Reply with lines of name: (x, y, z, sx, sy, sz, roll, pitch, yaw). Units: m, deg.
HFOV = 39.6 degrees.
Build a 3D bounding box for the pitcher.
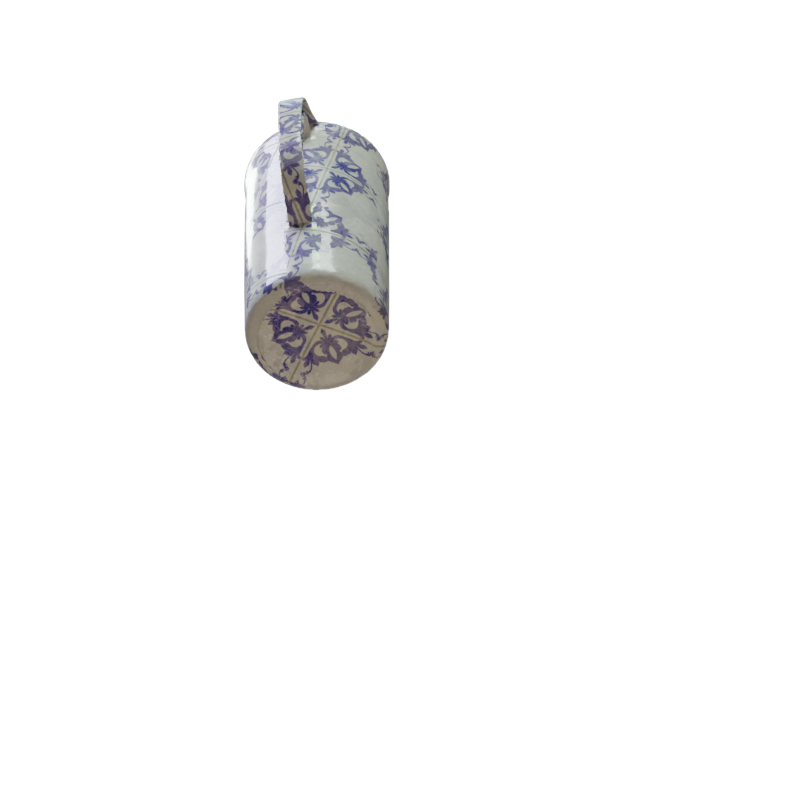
pitcher: (-0.072, -0.131, 0.915, 0.143, 0.141, 0.260, 29, 29, -22)
